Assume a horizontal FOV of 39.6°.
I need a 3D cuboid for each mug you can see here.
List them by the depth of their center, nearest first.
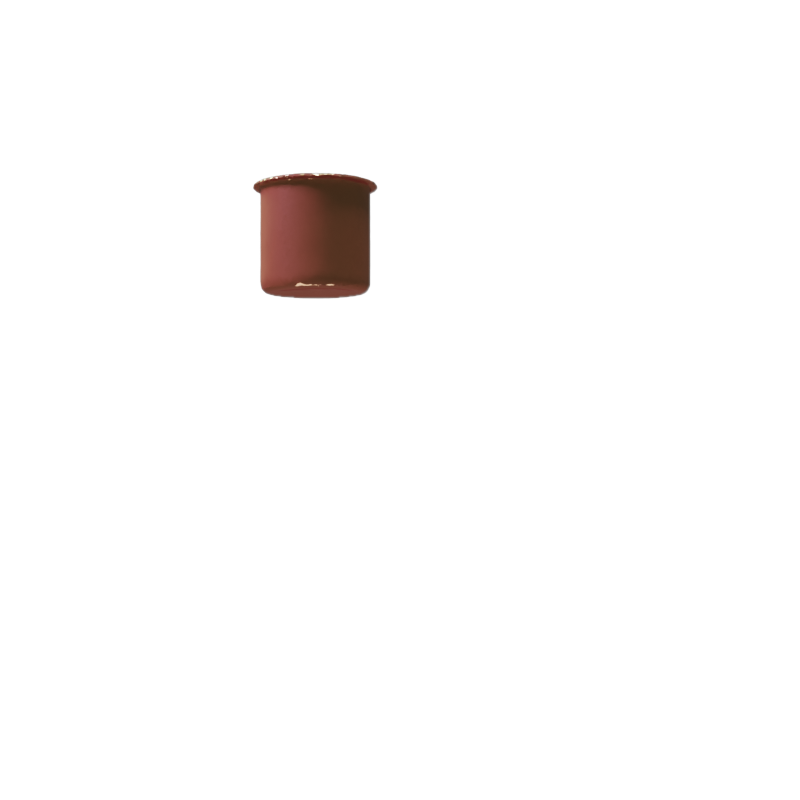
[{"bbox_3d":[-0.066,-0.120,0.838,0.092,0.083,0.117,1,-4,-10],"label":"mug"}]
